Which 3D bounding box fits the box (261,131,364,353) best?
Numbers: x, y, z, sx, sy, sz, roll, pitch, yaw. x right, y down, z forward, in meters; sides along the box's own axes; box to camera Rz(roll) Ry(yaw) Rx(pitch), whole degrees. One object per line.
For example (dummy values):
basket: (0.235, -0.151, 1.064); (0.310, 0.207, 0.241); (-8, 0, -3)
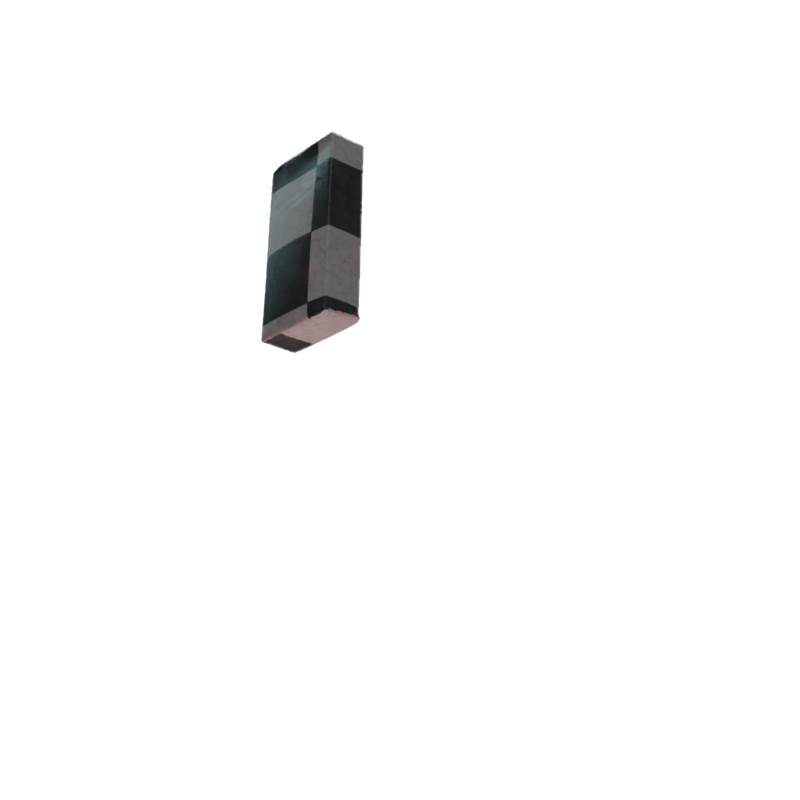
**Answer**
box: (-0.077, -0.140, 0.981); (0.045, 0.186, 0.093); (19, -32, -37)
